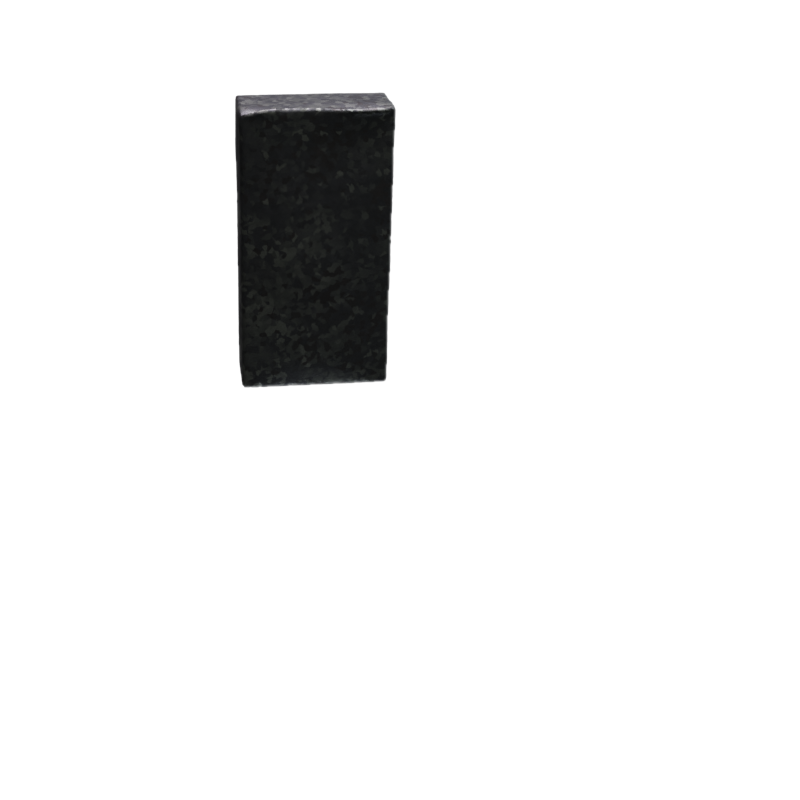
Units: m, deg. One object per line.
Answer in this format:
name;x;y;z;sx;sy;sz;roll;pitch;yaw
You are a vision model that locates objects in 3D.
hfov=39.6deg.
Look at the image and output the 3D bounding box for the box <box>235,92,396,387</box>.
box;-0.053;-0.096;0.674;0.092;0.167;0.051;-2;24;-8
